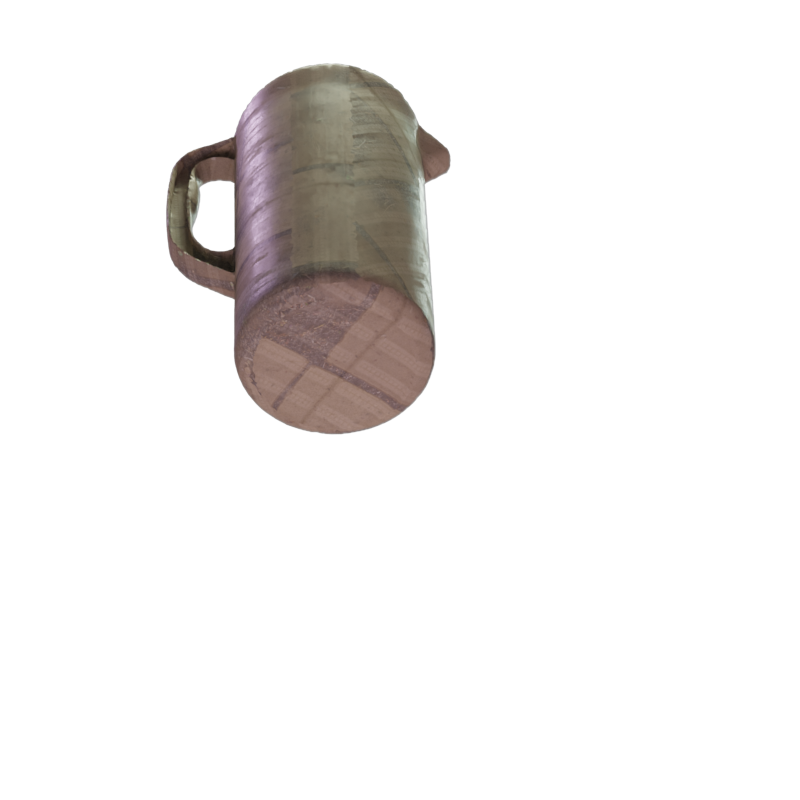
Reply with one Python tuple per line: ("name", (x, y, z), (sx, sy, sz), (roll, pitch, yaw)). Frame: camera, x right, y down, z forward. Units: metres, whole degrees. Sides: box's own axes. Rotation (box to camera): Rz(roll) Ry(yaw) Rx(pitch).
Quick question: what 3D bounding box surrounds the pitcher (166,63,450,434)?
("pitcher", (-0.053, -0.097, 0.681), (0.148, 0.260, 0.137), (-38, -59, 23))
